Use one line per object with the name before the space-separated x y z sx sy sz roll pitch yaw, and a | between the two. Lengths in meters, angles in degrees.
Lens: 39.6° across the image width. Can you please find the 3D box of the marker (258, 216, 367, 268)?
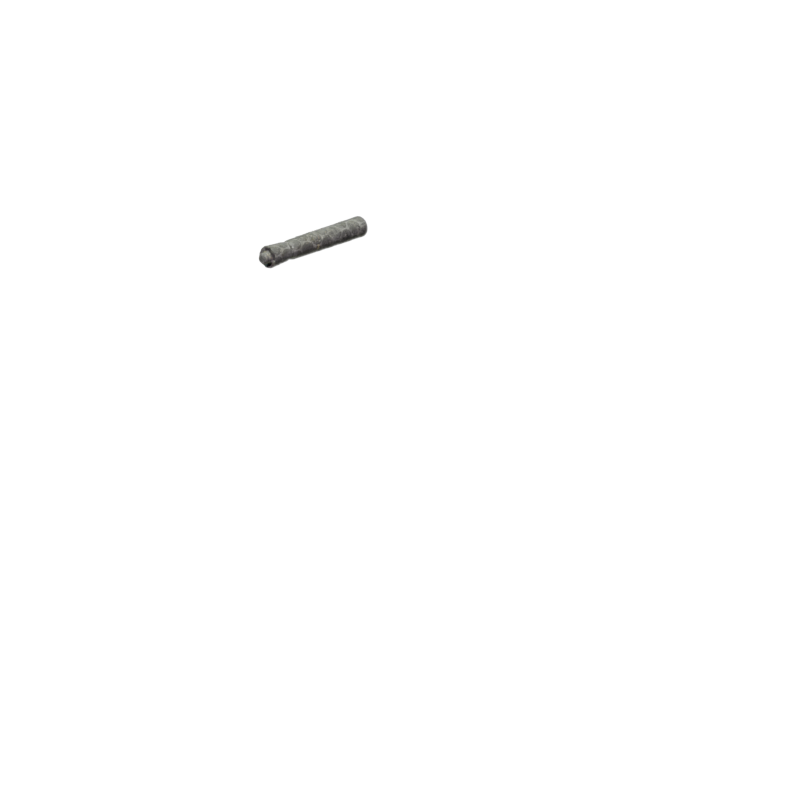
marker | -0.073 -0.133 0.933 0.021 0.019 0.120 3 21 41
